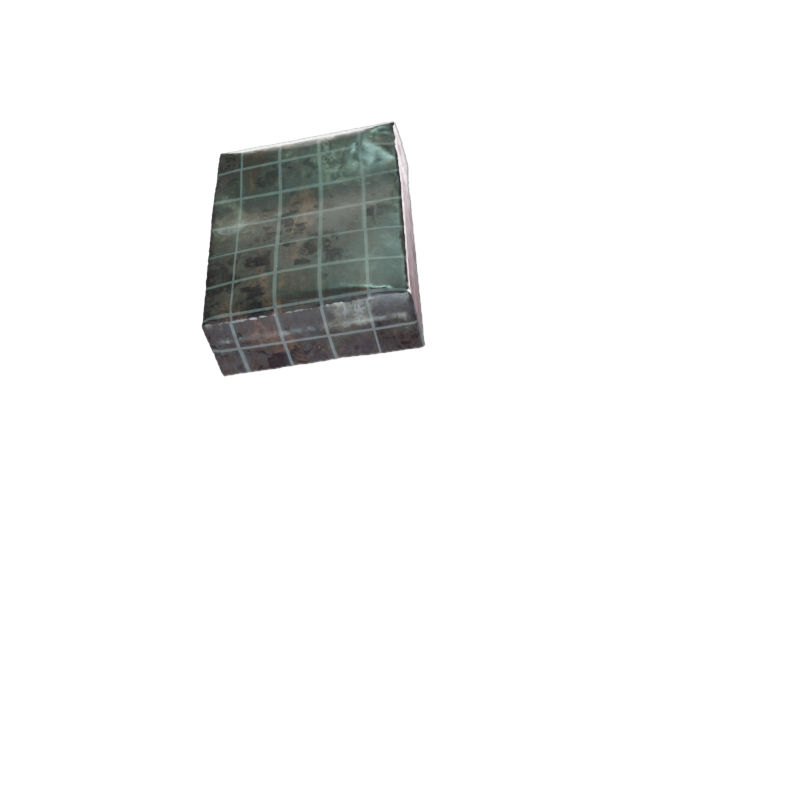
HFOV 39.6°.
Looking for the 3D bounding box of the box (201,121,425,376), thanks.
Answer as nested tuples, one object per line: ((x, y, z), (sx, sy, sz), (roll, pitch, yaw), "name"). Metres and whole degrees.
((-0.072, -0.131, 0.918), (0.165, 0.230, 0.066), (-9, -43, 7), "box")
